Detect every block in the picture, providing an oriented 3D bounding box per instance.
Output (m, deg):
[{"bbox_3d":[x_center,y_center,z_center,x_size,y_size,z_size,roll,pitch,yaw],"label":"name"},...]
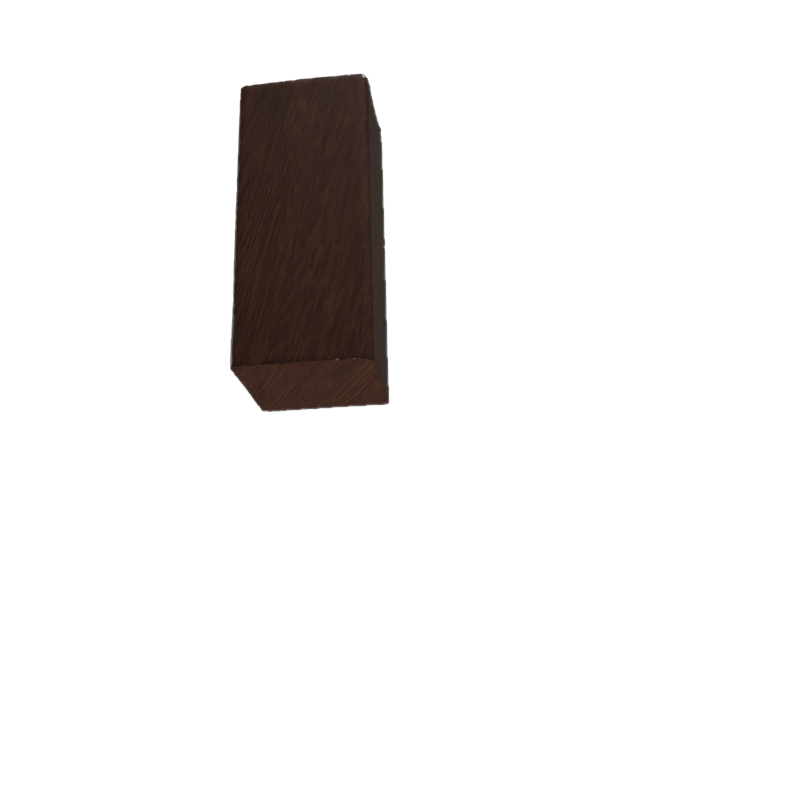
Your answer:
[{"bbox_3d":[-0.058,-0.107,0.750,0.091,0.218,0.085,-5,-25,7],"label":"block"}]
